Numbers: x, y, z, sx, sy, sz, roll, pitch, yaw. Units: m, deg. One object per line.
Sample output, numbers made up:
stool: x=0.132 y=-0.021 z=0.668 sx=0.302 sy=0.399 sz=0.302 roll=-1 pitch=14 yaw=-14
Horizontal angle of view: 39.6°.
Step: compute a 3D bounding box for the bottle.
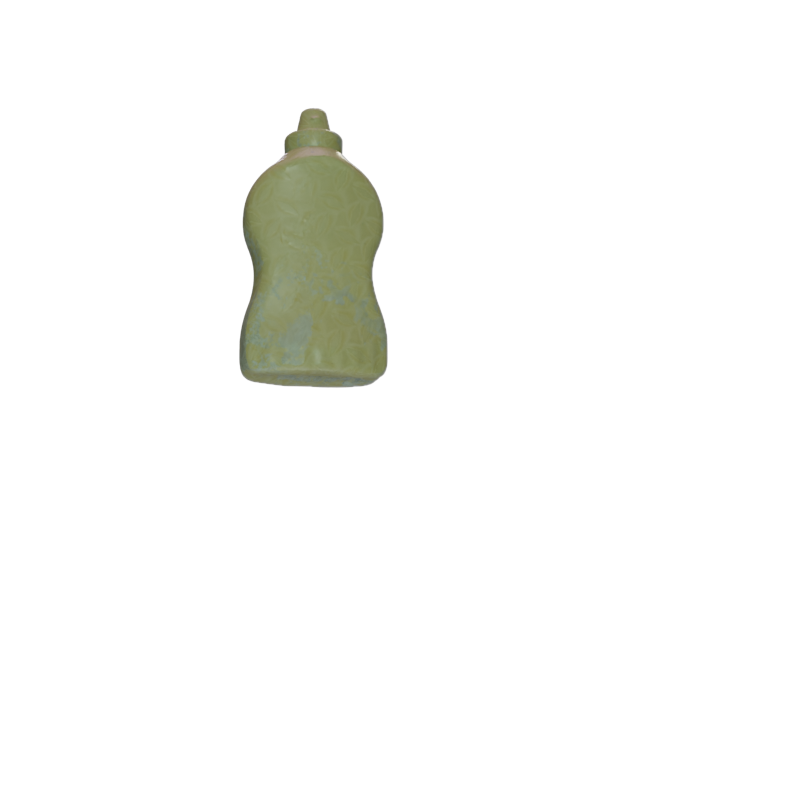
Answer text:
bottle: x=-0.059 y=-0.108 z=0.754 sx=0.095 sy=0.200 sz=0.057 roll=2 pitch=-18 yaw=-10
